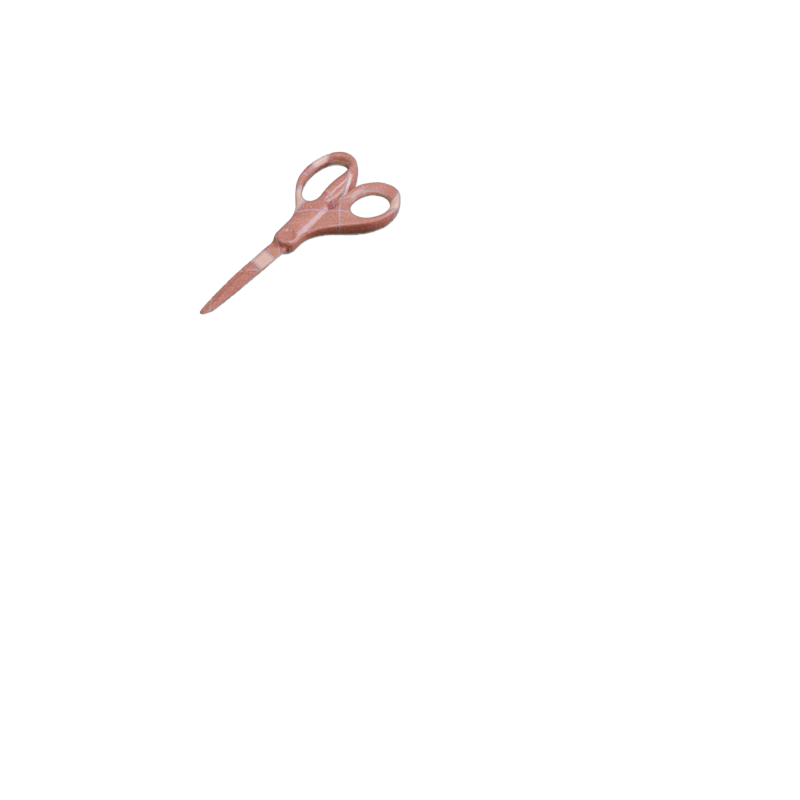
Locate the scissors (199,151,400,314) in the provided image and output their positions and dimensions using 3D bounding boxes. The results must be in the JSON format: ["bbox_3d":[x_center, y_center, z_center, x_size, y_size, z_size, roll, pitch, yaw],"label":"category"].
[{"bbox_3d":[-0.068,-0.123,0.864,0.099,0.210,0.015,16,-38,13],"label":"scissors"}]
